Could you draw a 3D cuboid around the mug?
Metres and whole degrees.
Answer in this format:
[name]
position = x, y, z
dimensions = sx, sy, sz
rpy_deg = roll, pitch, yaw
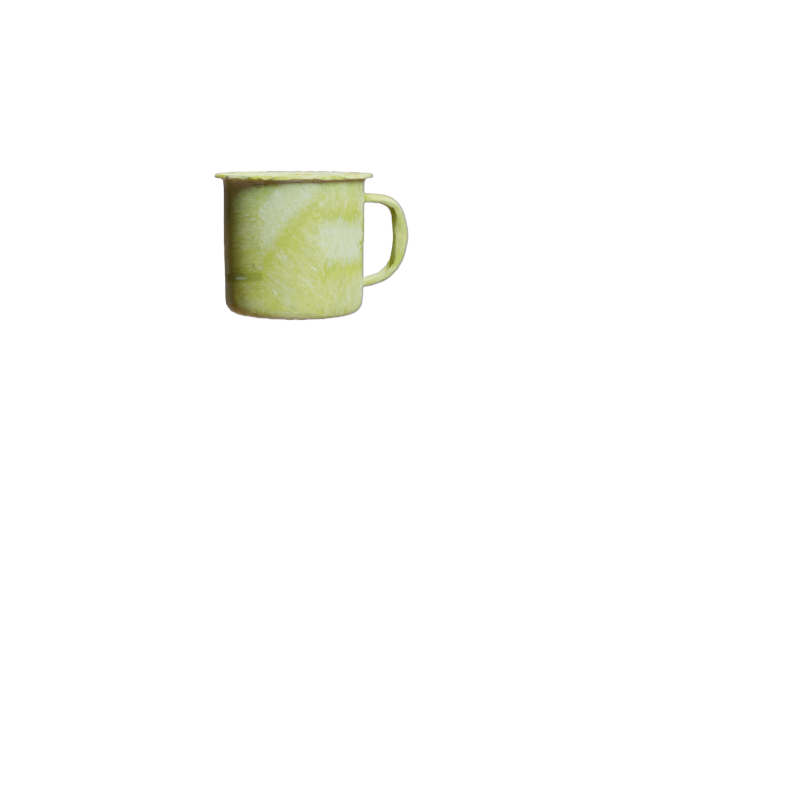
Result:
[mug]
position = -0.051, -0.094, 0.655
dimensions = 0.114, 0.080, 0.097
rpy_deg = -4, 11, -20
